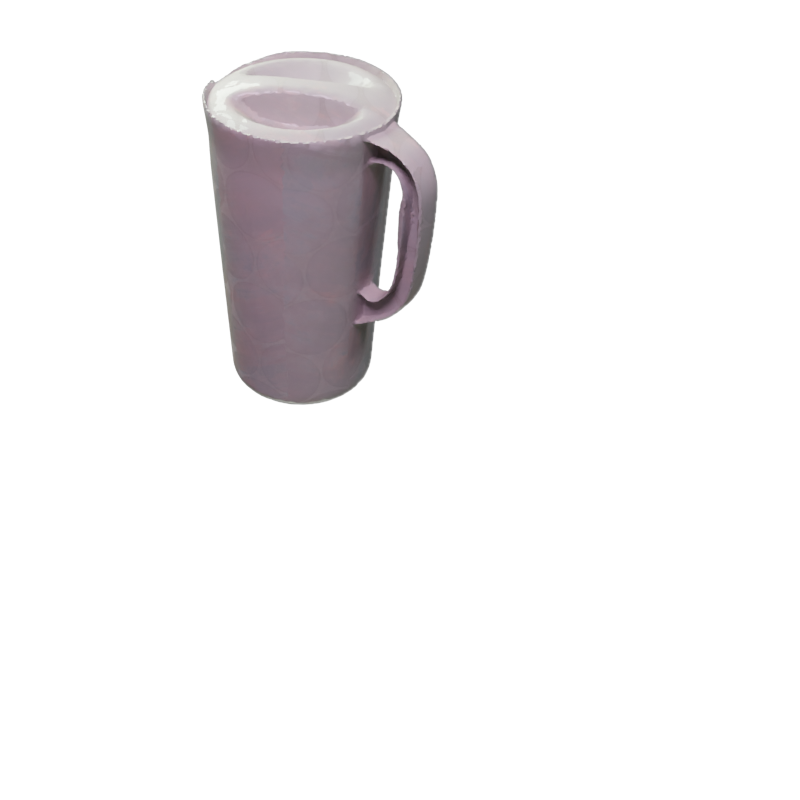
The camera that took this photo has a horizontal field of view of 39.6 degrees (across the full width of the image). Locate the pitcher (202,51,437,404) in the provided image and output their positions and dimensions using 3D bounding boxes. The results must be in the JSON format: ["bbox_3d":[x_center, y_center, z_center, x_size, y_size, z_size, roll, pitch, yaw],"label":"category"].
[{"bbox_3d":[-0.062,-0.113,0.794,0.144,0.227,0.161,-4,38,-9],"label":"pitcher"}]
